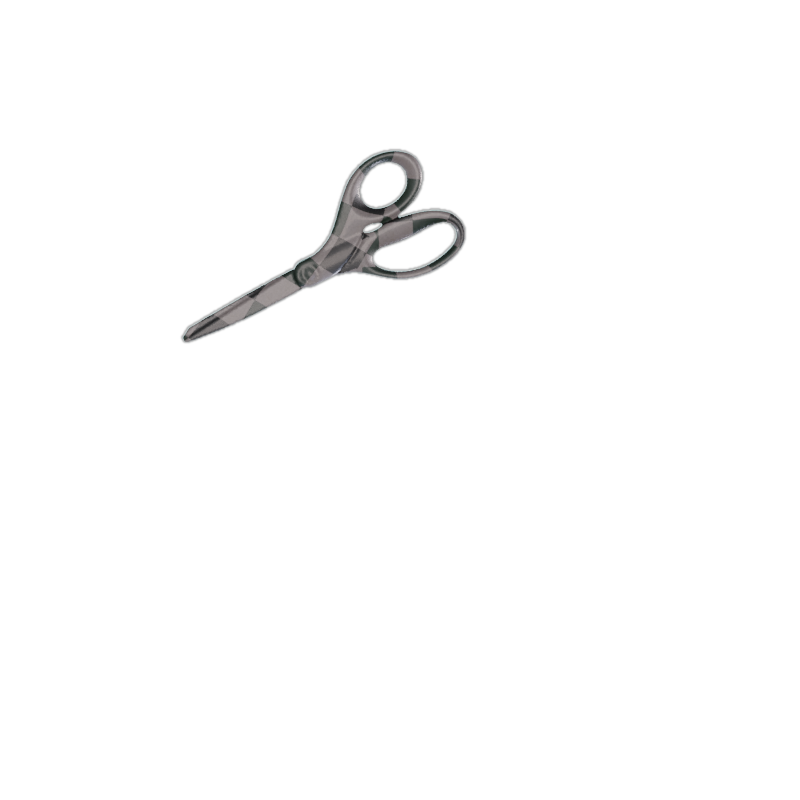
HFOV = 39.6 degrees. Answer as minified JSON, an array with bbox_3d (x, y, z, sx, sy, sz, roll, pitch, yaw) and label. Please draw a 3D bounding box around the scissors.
[{"bbox_3d":[-0.058,-0.106,0.742,0.202,0.095,0.016,-12,6,1],"label":"scissors"}]
